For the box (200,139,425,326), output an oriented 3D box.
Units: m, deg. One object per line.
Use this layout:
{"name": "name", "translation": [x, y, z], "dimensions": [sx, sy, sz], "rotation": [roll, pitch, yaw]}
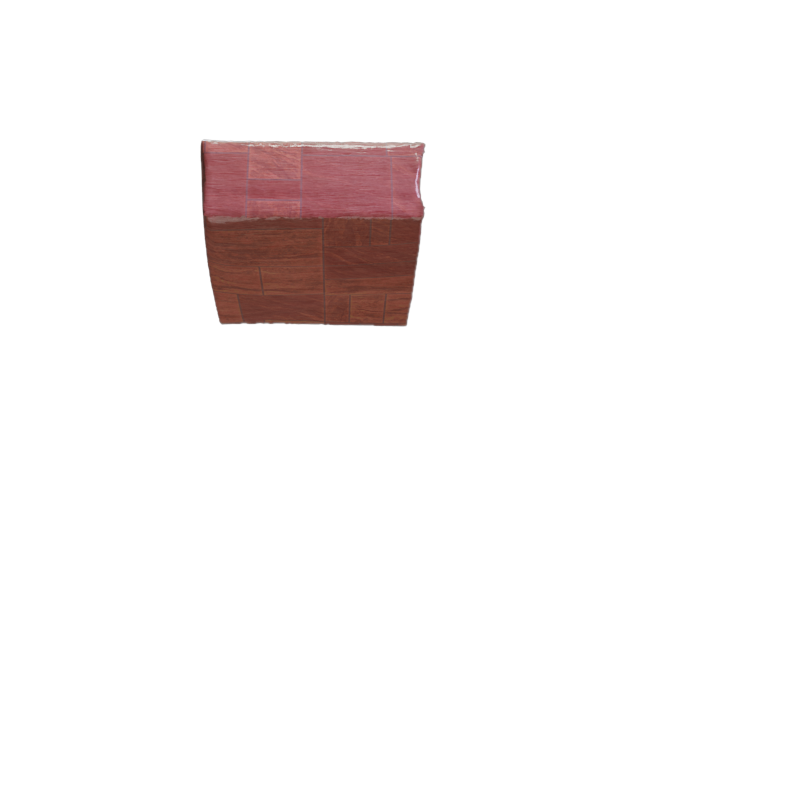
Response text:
{"name": "box", "translation": [-0.038, -0.068, 0.478], "dimensions": [0.090, 0.041, 0.108], "rotation": [1, -19, -2]}
